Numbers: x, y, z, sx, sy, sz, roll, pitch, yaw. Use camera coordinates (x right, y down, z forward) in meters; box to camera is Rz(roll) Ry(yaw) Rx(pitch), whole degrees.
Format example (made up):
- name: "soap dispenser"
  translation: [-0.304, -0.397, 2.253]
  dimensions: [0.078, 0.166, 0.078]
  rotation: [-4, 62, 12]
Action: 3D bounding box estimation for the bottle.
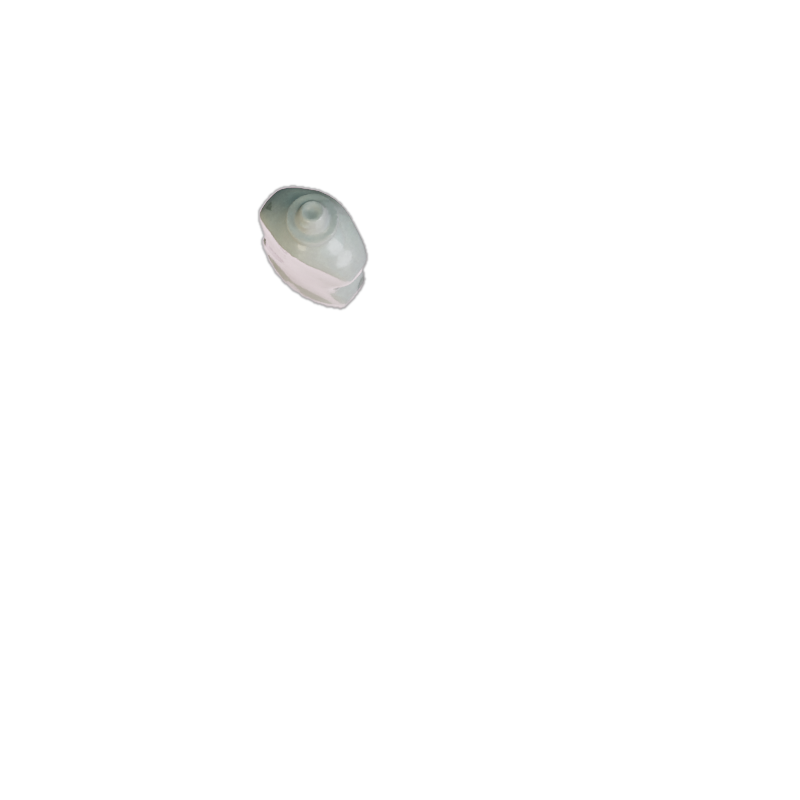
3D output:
- name: "bottle"
  translation: [-0.072, -0.131, 0.918]
  dimensions: [0.098, 0.059, 0.187]
  rotation: [40, -8, 3]
